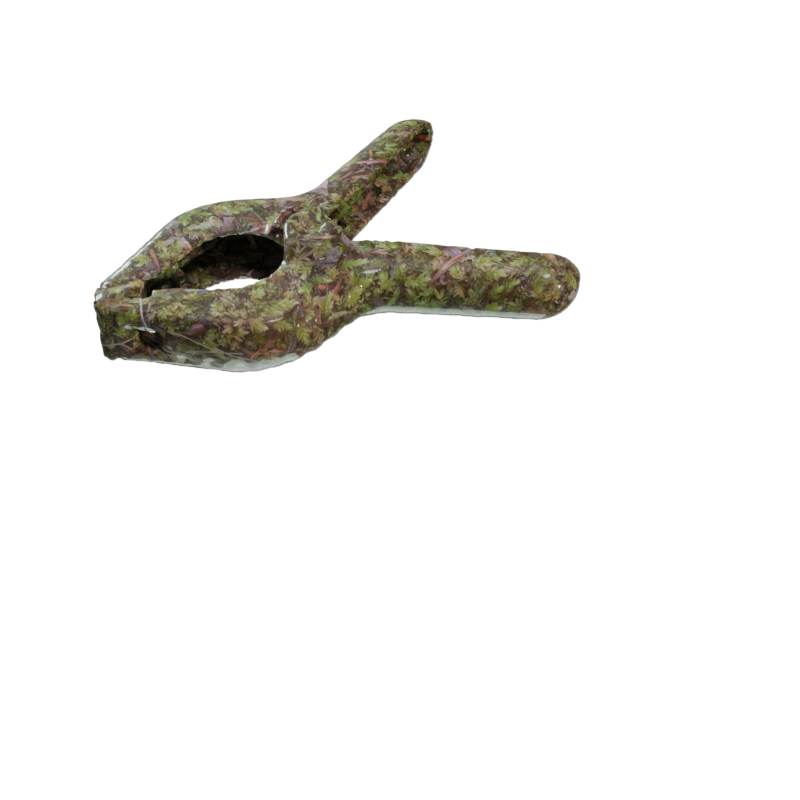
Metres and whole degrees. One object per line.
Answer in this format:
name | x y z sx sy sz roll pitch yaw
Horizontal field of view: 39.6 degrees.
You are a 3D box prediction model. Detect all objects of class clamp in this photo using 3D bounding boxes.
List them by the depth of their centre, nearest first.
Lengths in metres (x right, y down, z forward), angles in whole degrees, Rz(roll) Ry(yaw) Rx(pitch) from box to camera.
clamp | -0.033 -0.060 0.422 0.169 0.037 0.130 -11 39 -14
